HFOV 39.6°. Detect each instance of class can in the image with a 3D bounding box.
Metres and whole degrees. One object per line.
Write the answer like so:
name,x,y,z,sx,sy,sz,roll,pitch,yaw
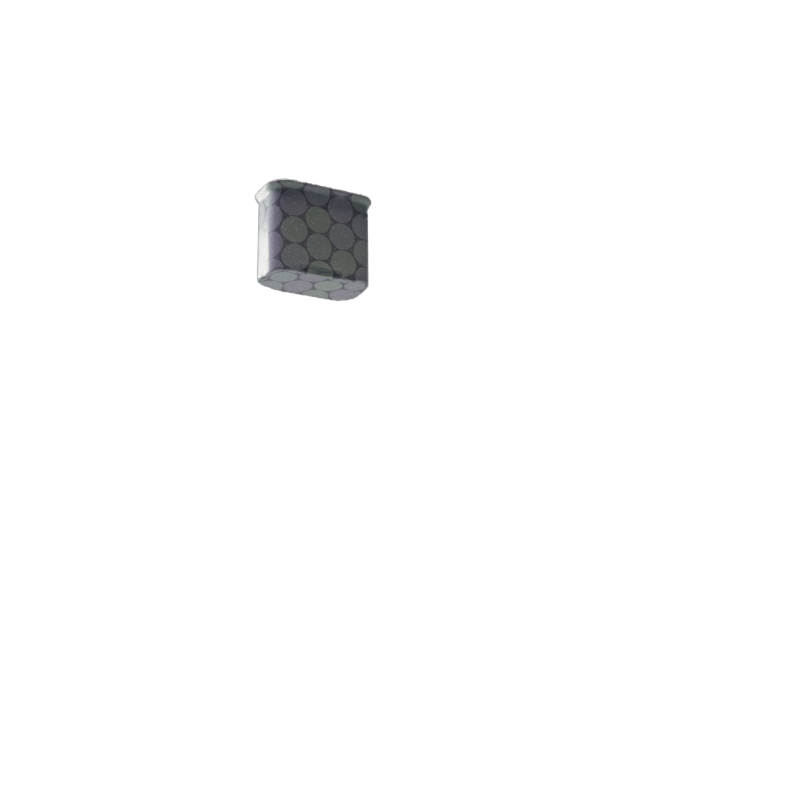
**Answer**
can,-0.076,-0.139,0.971,0.098,0.088,0.057,9,-22,-26
